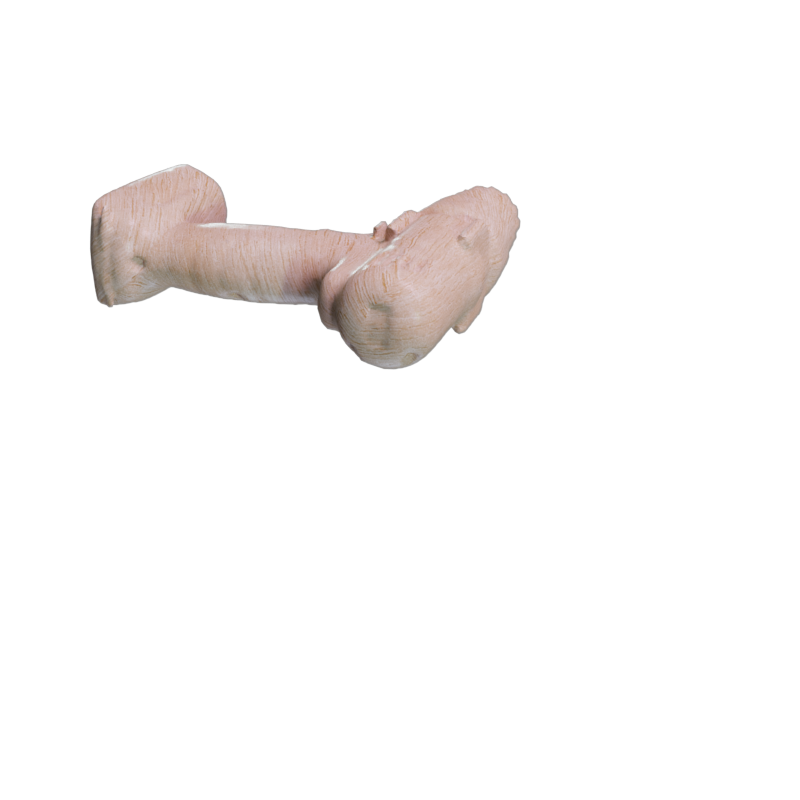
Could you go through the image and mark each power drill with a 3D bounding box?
[{"bbox_3d":[-0.043,-0.079,0.553,0.194,0.055,0.187,8,24,19],"label":"power drill"}]
